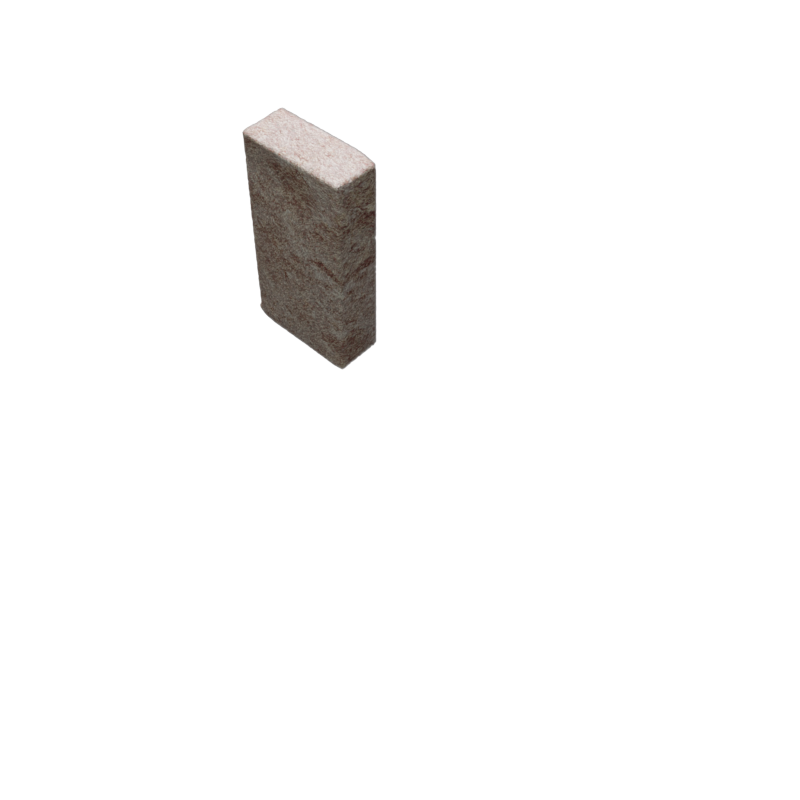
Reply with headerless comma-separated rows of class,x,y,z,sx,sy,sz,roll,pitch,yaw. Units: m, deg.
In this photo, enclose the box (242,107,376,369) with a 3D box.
box,-0.062,-0.113,0.792,0.099,0.164,0.048,36,53,28
